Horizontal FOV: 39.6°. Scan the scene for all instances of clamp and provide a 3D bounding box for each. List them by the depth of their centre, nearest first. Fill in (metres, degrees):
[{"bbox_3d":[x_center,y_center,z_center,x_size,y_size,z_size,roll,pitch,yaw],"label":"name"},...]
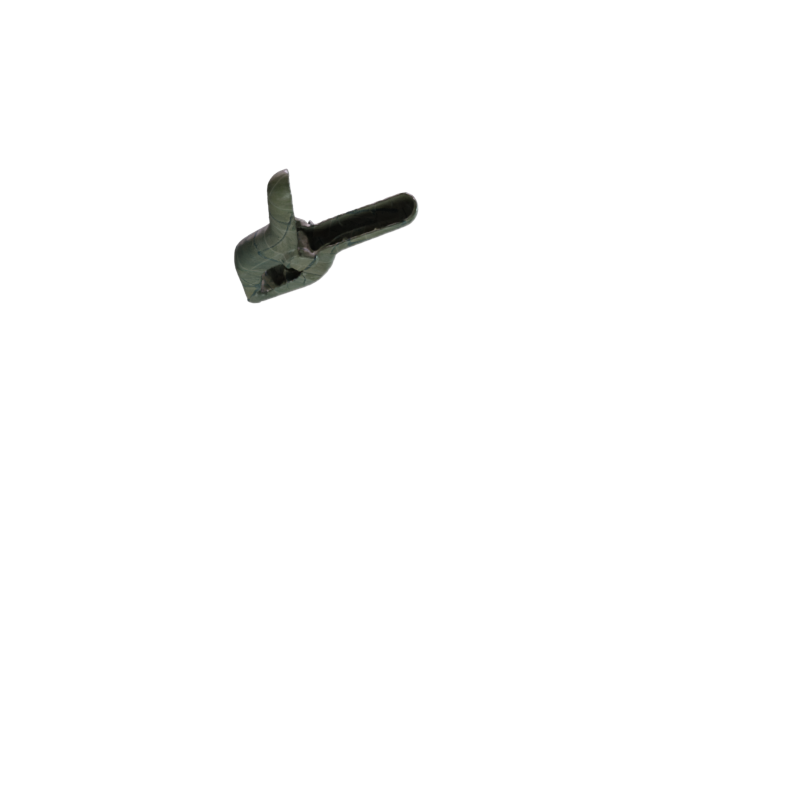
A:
[{"bbox_3d":[-0.067,-0.121,0.850,0.116,0.041,0.168,9,-23,-22],"label":"clamp"}]
